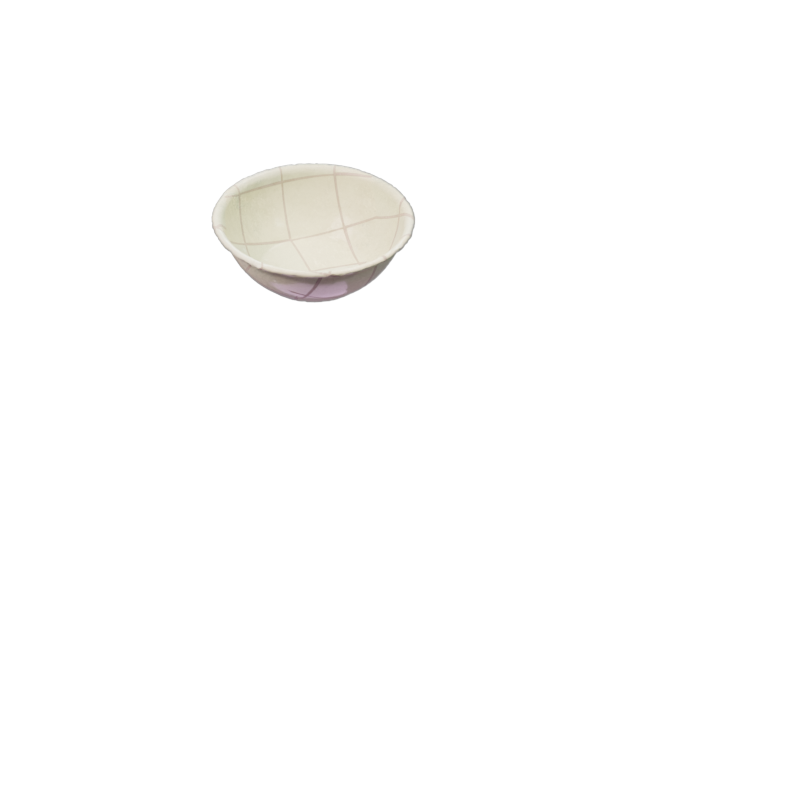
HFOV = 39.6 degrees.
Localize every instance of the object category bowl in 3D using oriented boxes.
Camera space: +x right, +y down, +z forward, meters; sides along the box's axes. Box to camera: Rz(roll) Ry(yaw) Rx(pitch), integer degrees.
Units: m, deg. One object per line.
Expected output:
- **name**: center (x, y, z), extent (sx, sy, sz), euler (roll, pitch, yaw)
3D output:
- **bowl**: center (-0.070, -0.128, 0.898), extent (0.162, 0.051, 0.174), euler (-1, 40, -2)
